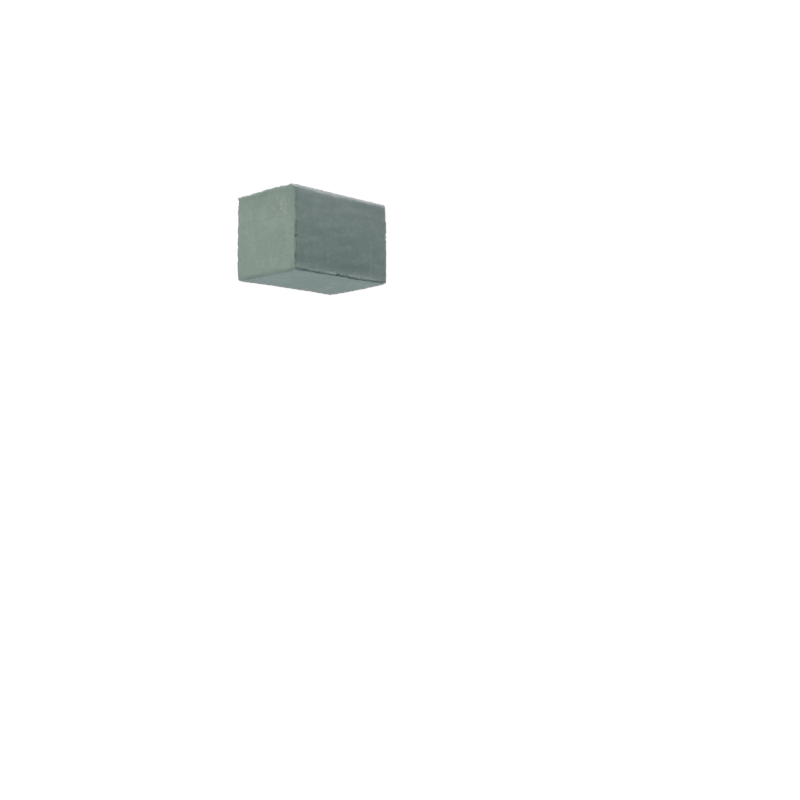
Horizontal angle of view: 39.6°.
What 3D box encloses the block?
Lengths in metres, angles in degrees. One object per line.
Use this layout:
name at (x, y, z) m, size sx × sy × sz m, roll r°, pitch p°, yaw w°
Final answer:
block at (-0.052, -0.095, 0.668) m, size 0.054 × 0.053 × 0.074 m, roll -8°, pitch -10°, yaw 44°
